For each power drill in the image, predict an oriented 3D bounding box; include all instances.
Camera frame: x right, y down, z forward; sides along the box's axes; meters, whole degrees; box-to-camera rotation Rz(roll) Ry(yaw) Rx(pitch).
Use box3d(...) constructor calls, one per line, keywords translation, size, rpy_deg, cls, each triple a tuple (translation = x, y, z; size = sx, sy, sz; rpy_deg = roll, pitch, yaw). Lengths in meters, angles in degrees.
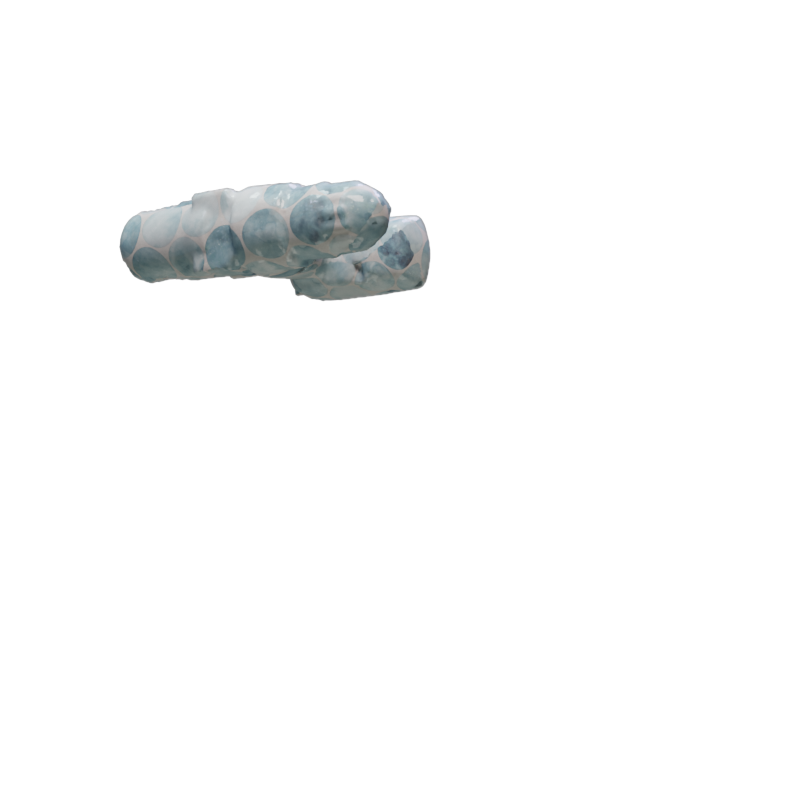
box3d(translation=(-0.056, -0.101, 0.710), size=(0.190, 0.058, 0.179), rpy_deg=(-1, -2, 31), cls="power drill")
